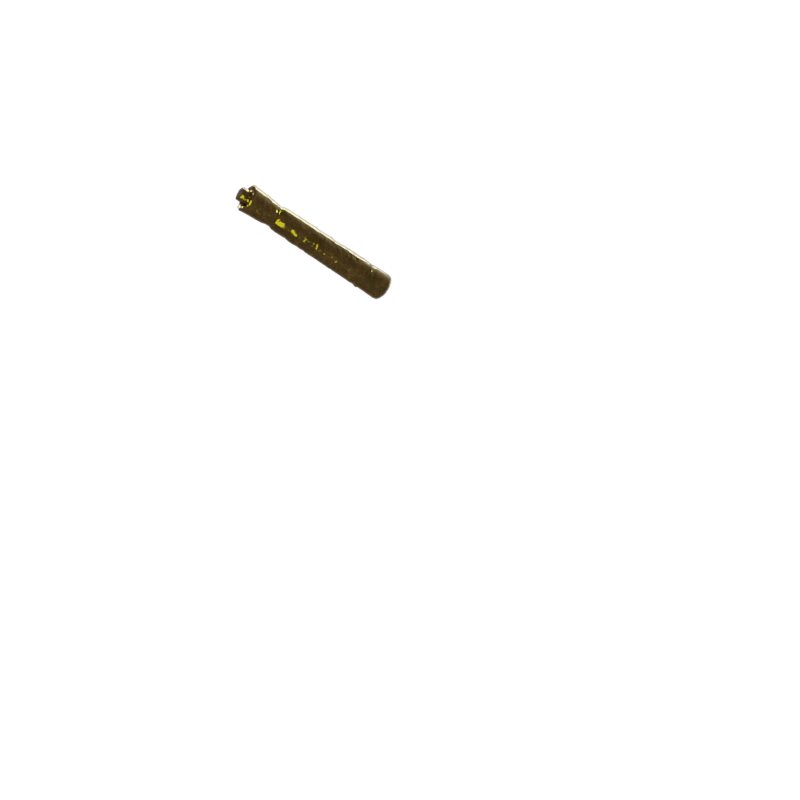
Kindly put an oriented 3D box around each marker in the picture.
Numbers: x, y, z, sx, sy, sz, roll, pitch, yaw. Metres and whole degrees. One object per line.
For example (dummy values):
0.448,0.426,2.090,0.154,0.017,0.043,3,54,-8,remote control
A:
-0.056,-0.103,0.718,0.115,0.020,0.020,31,-12,-25,marker
